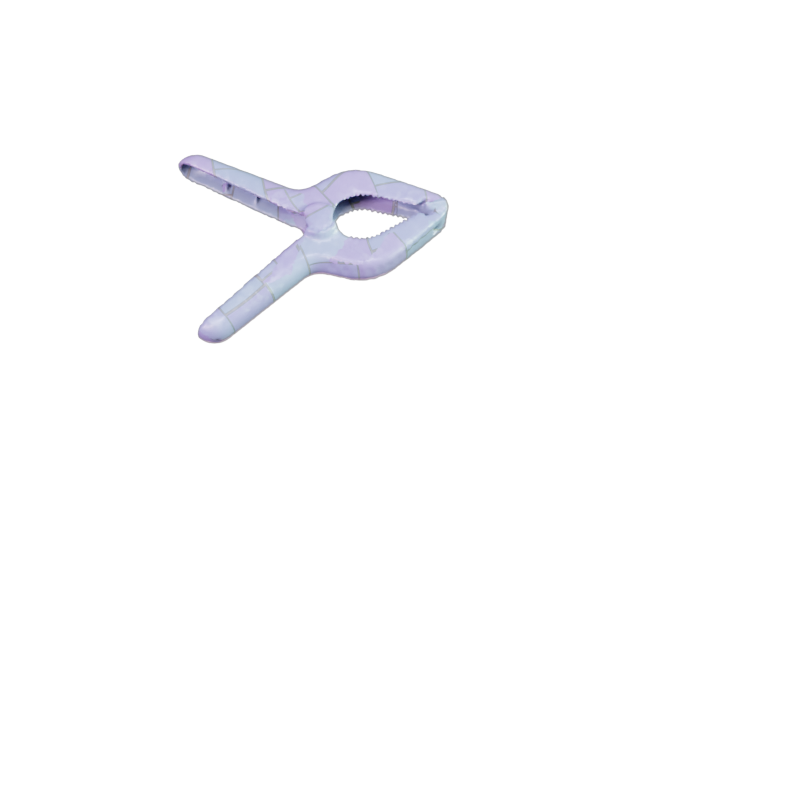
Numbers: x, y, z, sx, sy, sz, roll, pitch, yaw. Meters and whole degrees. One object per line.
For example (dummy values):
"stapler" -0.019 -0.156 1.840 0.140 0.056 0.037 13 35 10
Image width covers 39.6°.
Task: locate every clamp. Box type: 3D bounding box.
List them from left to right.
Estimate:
"clamp" -0.067 -0.121 0.850 0.209 0.175 0.034 -3 -29 -2
